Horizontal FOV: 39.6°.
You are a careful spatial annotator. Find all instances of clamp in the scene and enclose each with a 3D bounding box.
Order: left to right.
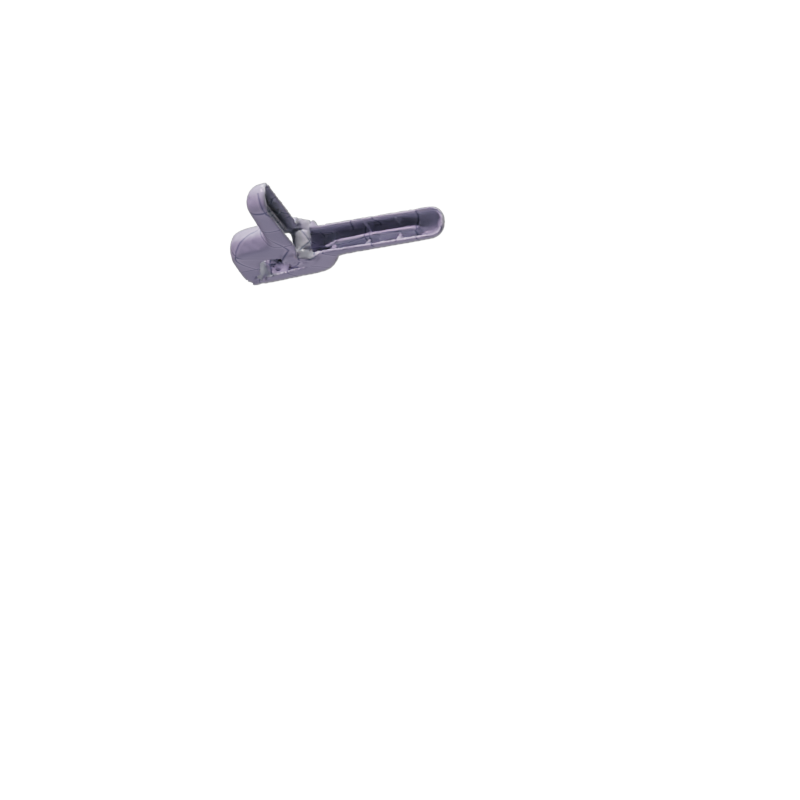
[{"bbox_3d":[-0.072,-0.131,0.918,0.160,0.037,0.210,4,-10,-22],"label":"clamp"}]
